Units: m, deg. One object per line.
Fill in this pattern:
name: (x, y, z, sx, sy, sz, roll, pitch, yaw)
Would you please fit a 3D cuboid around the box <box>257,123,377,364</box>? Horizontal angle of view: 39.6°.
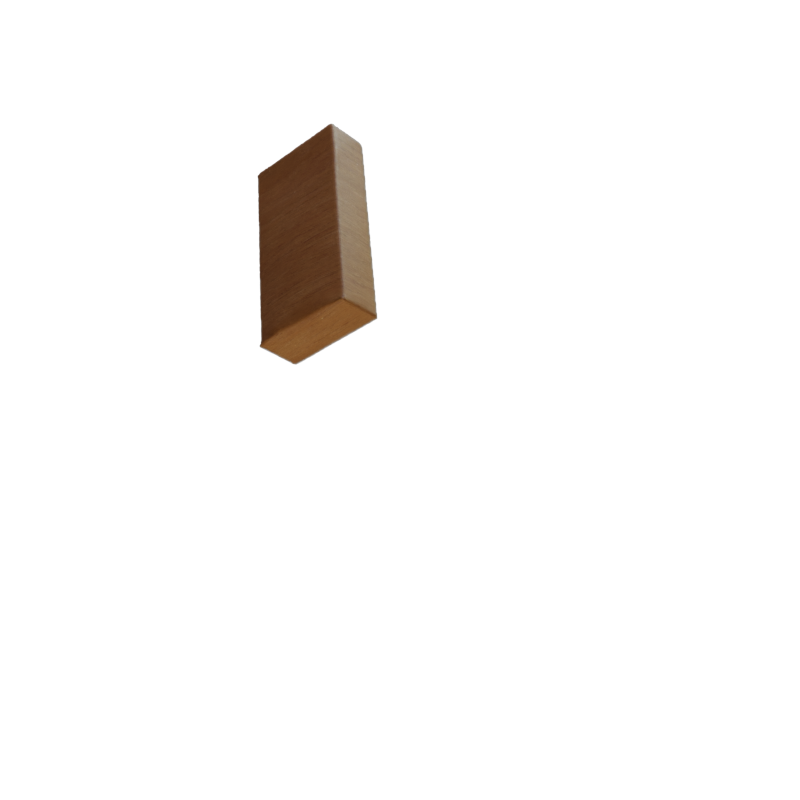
box: (-0.069, -0.127, 0.888, 0.093, 0.189, 0.045, -29, -43, 32)
